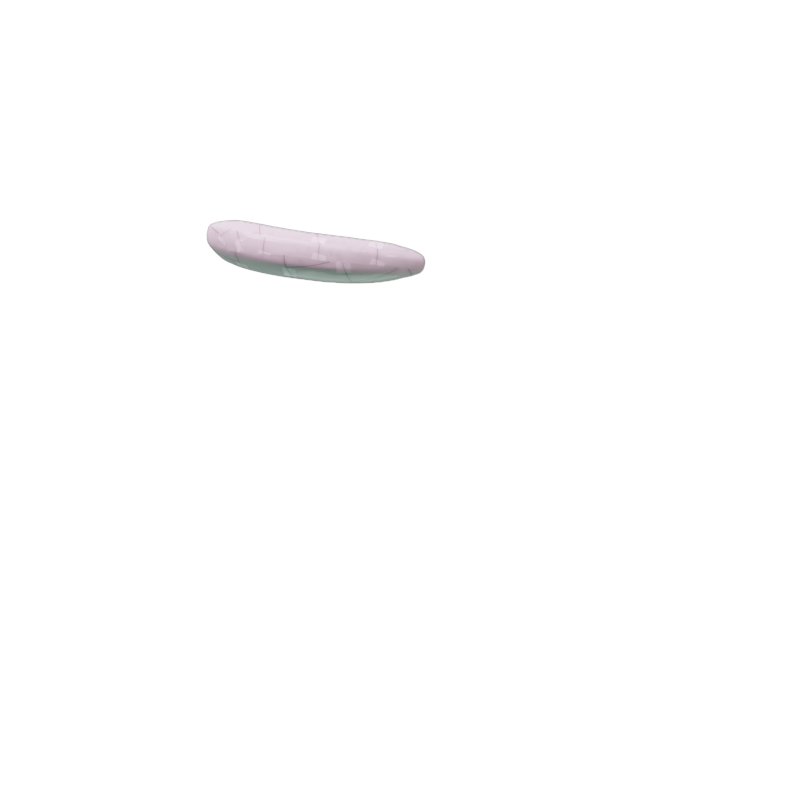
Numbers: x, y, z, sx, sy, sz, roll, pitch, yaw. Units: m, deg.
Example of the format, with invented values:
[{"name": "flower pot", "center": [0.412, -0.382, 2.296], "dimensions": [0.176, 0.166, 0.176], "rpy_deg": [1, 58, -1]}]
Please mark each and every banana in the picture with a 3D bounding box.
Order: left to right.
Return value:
[{"name": "banana", "center": [-0.082, -0.121, 0.884], "dimensions": [0.206, 0.035, 0.070], "rpy_deg": [14, 29, 25]}]
